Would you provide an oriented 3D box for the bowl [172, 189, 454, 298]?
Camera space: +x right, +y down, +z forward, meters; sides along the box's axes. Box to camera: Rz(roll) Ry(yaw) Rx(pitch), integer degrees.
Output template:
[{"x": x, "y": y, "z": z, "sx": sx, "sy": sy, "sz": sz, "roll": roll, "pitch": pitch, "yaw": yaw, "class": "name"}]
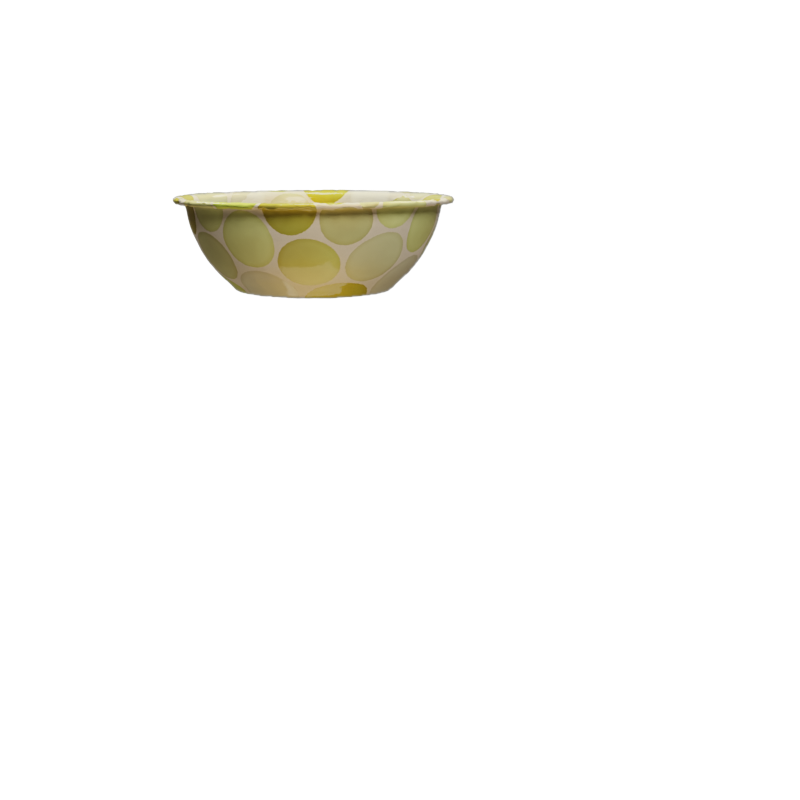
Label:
[{"x": -0.050, "y": -0.092, "z": 0.643, "sx": 0.162, "sy": 0.054, "sz": 0.166, "roll": 0, "pitch": 12, "yaw": -2, "class": "bowl"}]
